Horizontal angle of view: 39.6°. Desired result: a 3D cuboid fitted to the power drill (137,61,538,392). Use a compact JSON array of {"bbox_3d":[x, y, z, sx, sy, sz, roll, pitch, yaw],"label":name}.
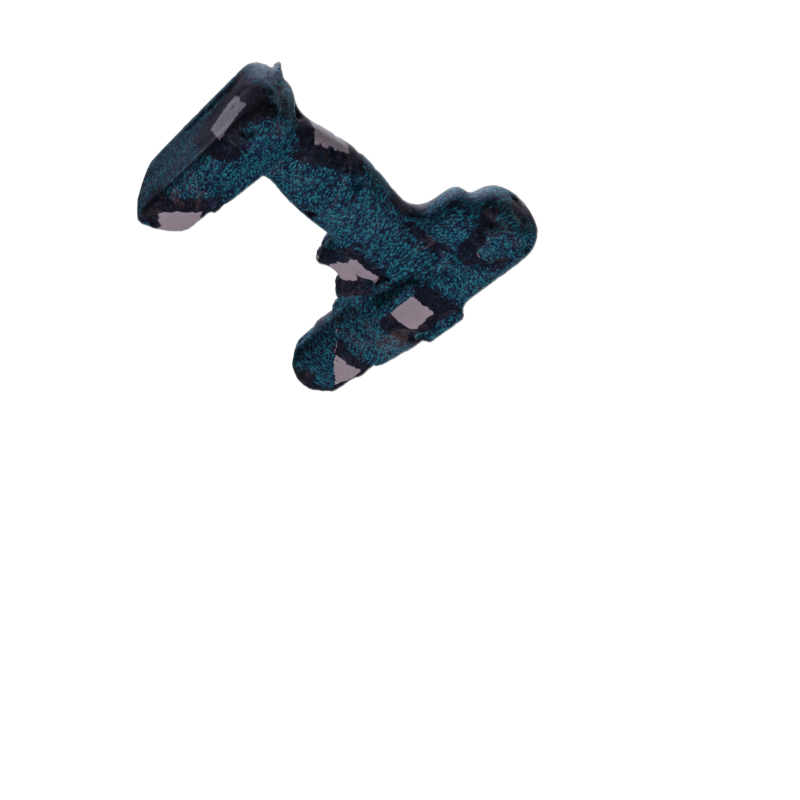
[{"bbox_3d":[-0.048,-0.088,0.614,0.177,0.062,0.182,31,-51,-29],"label":"power drill"}]
